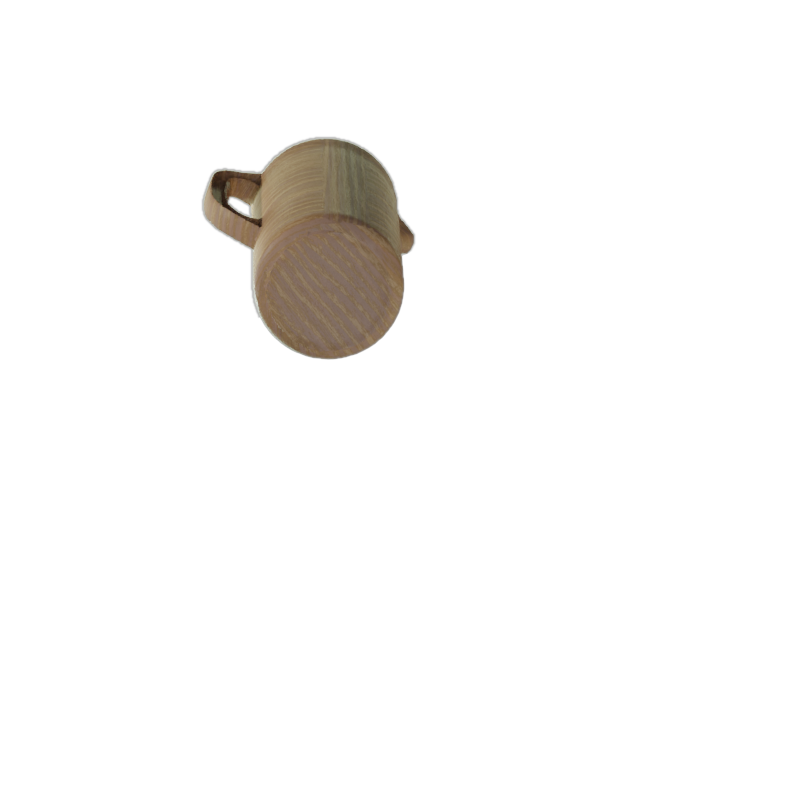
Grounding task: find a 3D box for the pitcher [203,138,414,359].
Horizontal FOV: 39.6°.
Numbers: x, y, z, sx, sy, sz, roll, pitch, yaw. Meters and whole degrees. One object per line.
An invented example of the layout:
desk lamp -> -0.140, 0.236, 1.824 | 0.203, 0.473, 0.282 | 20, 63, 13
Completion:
pitcher -> -0.070, -0.127, 0.890 | 0.149, 0.139, 0.254 | -23, 21, 6
